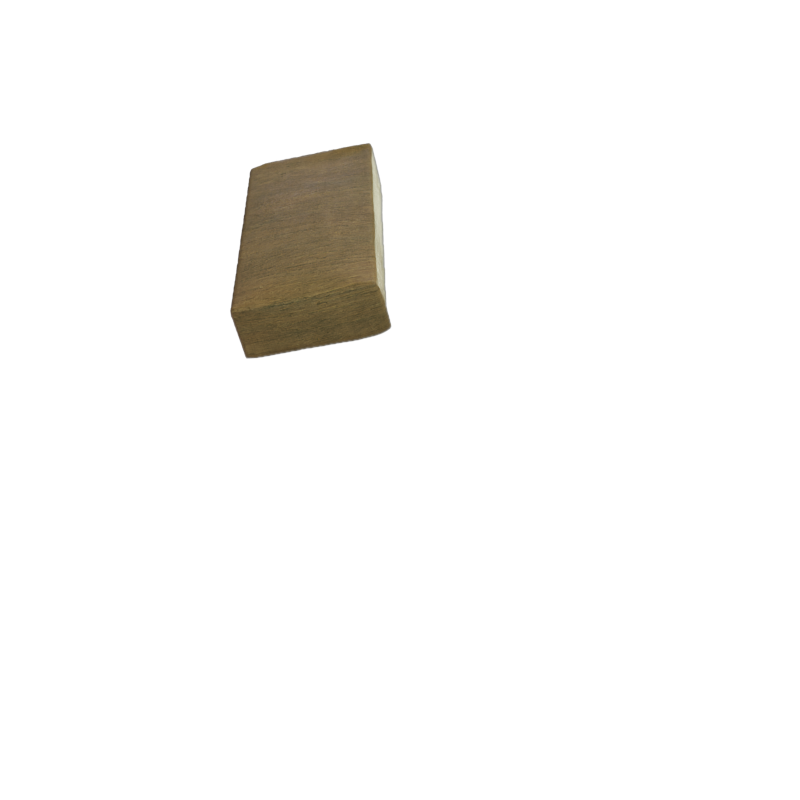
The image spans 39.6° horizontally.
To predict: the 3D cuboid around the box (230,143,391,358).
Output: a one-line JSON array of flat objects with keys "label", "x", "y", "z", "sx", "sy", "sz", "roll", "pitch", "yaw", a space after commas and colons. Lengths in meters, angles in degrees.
[{"label": "box", "x": -0.058, "y": -0.105, "z": 0.736, "sx": 0.094, "sy": 0.044, "sz": 0.189, "roll": -11, "pitch": 40, "yaw": 6}]
